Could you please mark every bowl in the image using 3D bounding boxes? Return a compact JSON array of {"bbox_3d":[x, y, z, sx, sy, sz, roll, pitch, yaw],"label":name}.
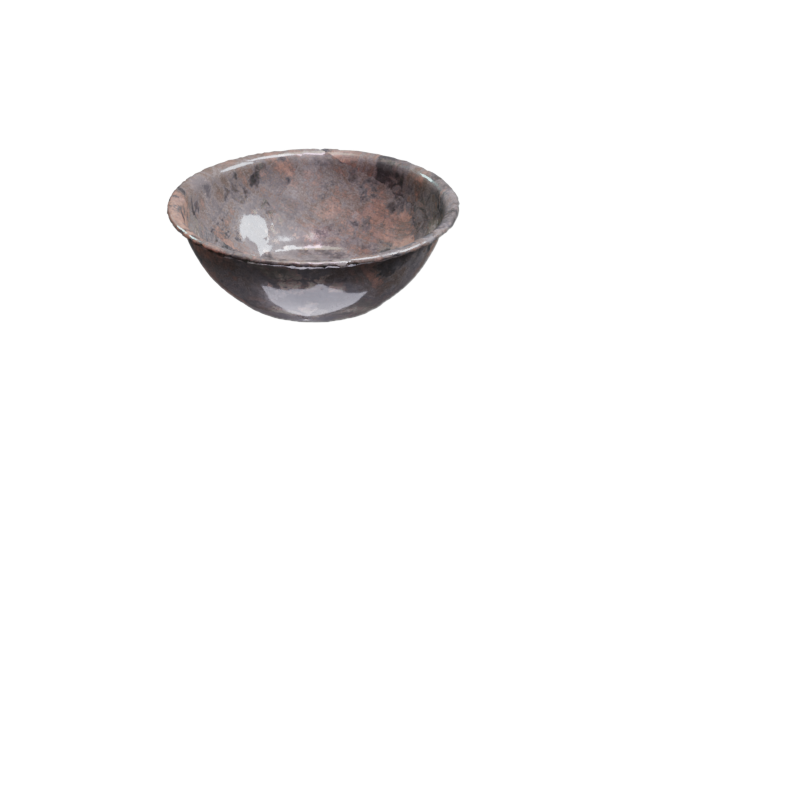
[{"bbox_3d":[-0.049,-0.089,0.625,0.162,0.052,0.172,-1,31,-2],"label":"bowl"}]
